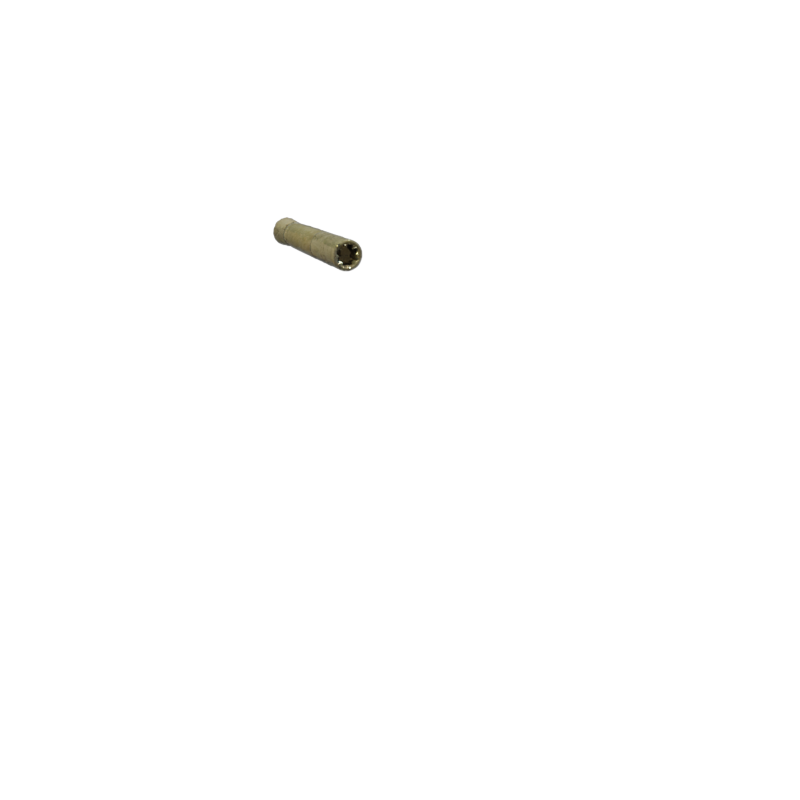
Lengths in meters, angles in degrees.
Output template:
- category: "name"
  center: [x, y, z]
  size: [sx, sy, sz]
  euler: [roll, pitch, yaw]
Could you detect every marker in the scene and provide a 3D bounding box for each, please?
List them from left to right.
- category: "marker"
  center: [-0.054, -0.099, 0.695]
  size: [0.019, 0.019, 0.127]
  euler: [-2, 15, -23]
